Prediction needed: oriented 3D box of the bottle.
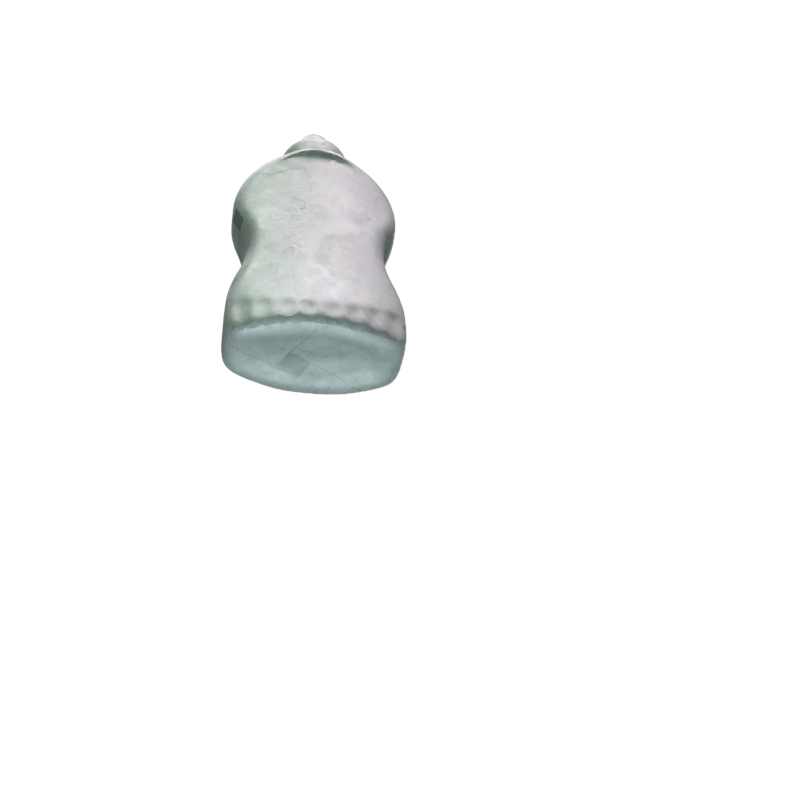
[{"bbox_3d":[-0.050,-0.092,0.642,0.095,0.055,0.206,3,44,-6],"label":"bottle"}]
